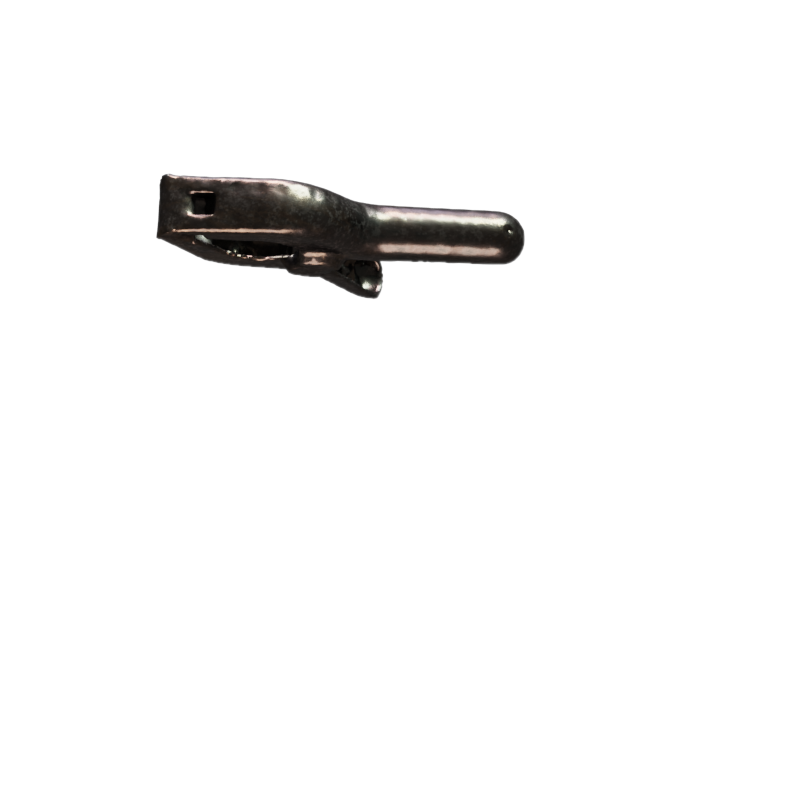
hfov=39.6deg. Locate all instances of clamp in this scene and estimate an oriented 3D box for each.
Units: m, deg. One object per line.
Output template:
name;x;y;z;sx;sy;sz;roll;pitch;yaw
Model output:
clamp;-0.042;-0.076;0.531;0.165;0.041;0.120;7;-16;-27
